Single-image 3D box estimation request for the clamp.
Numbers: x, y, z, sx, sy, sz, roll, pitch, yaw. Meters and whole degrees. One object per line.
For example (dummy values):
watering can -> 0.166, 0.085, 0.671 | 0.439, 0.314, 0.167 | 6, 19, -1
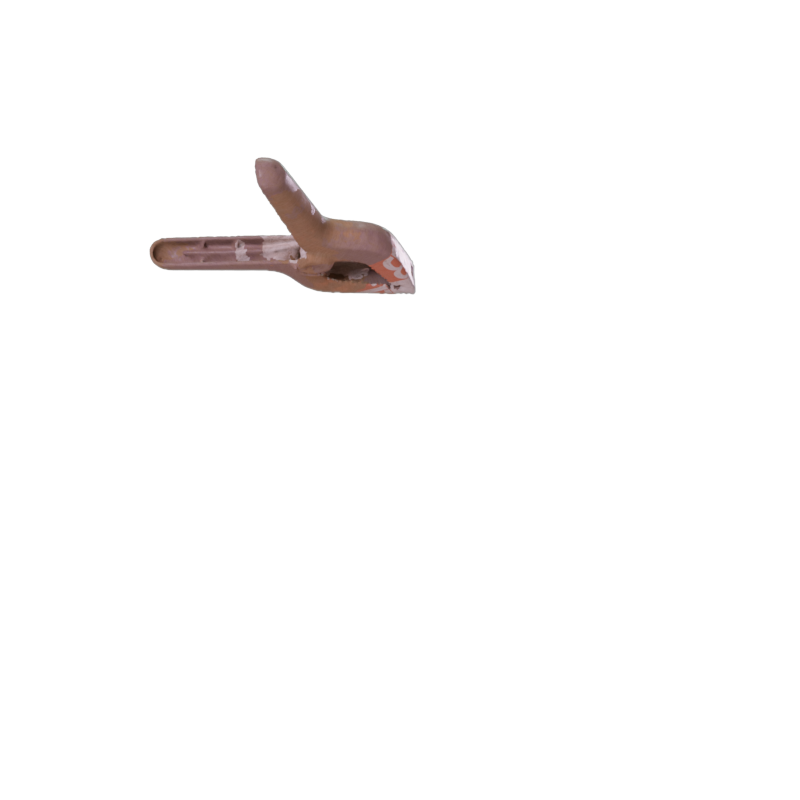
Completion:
clamp -> -0.067, -0.122, 0.852 | 0.201, 0.038, 0.163 | 11, -23, -28
